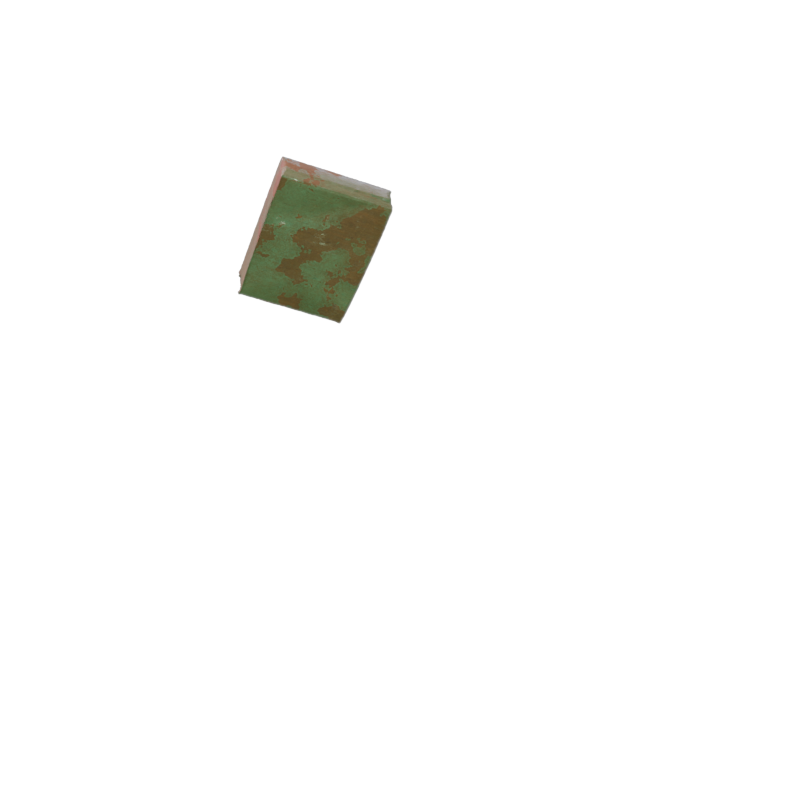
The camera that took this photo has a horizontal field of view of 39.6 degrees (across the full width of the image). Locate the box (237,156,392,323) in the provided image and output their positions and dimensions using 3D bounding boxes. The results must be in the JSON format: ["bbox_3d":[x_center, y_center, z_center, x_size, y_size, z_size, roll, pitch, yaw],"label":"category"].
[{"bbox_3d":[-0.067,-0.122,0.856,0.088,0.109,0.041,18,28,-11],"label":"box"}]
